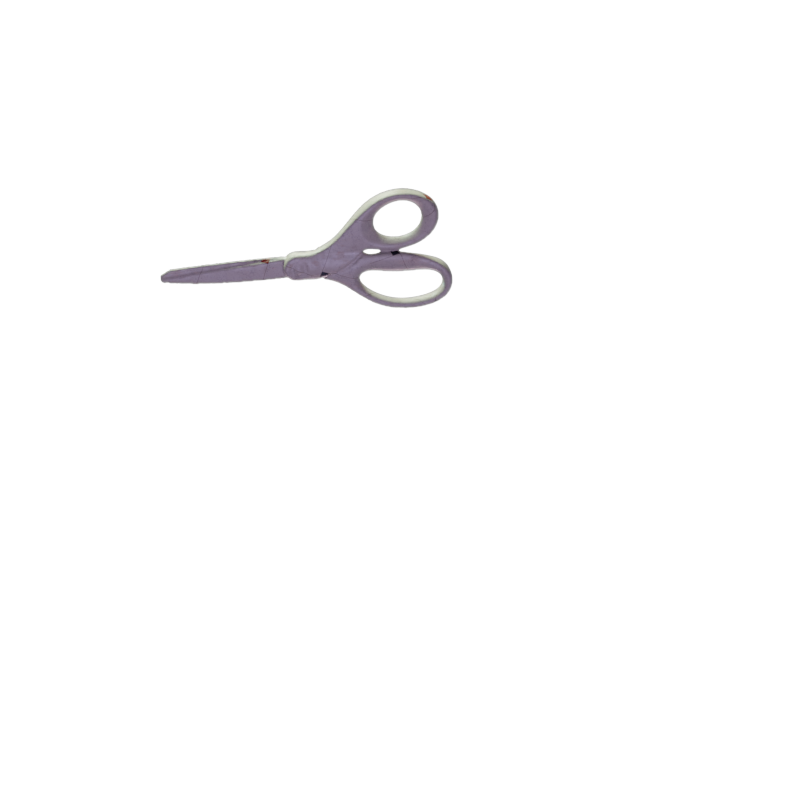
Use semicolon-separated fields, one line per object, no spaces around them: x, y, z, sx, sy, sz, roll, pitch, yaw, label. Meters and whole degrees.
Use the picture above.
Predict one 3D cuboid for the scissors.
-0.060;-0.109;0.765;0.200;0.092;0.017;9;24;-4;scissors
